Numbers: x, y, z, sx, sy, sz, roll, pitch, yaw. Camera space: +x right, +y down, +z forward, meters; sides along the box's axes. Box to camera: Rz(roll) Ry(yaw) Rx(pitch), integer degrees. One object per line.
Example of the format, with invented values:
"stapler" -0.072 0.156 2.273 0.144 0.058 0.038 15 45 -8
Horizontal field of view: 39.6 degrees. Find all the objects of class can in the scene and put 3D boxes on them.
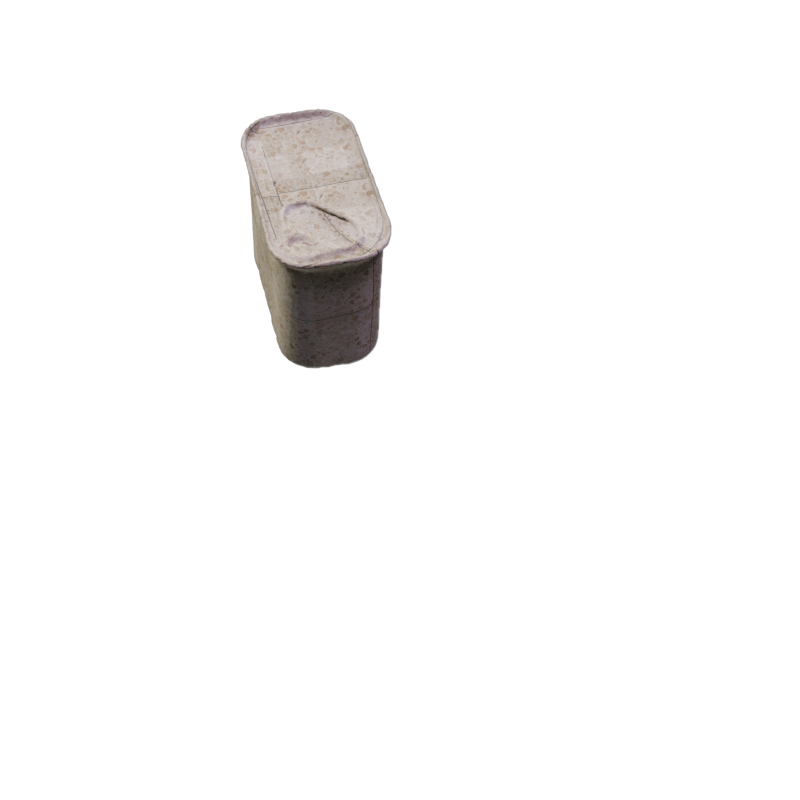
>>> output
"can" -0.043 -0.078 0.549 0.057 0.110 0.078 -10 -38 -11
